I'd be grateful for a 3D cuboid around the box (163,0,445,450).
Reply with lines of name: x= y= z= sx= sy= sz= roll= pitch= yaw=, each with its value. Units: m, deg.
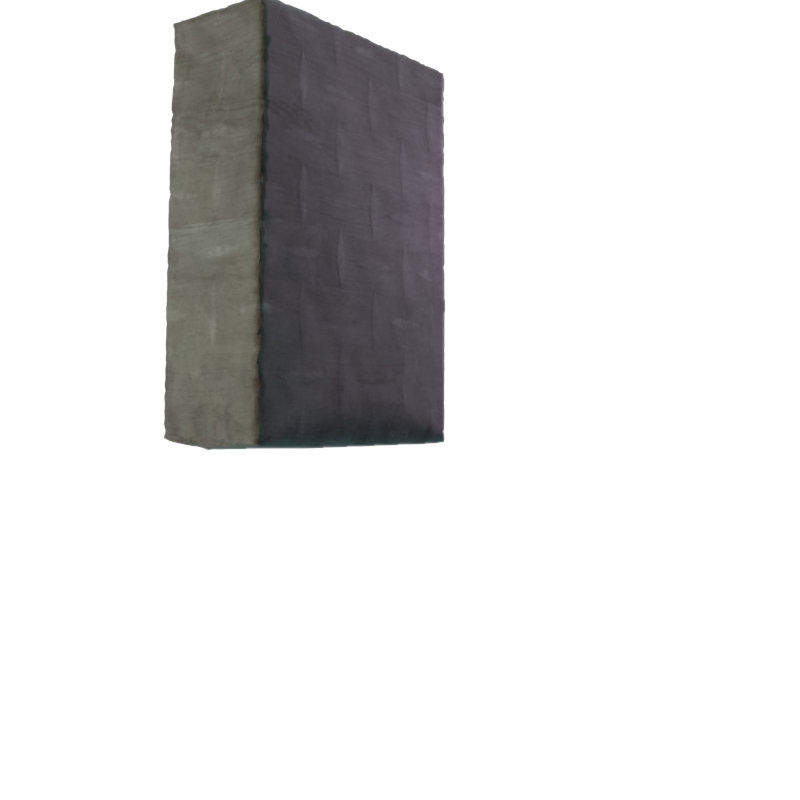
box: x=-0.046 y=-0.084 z=0.586 sx=0.074 sy=0.218 sz=0.156 roll=-6 pitch=-8 yaw=35
